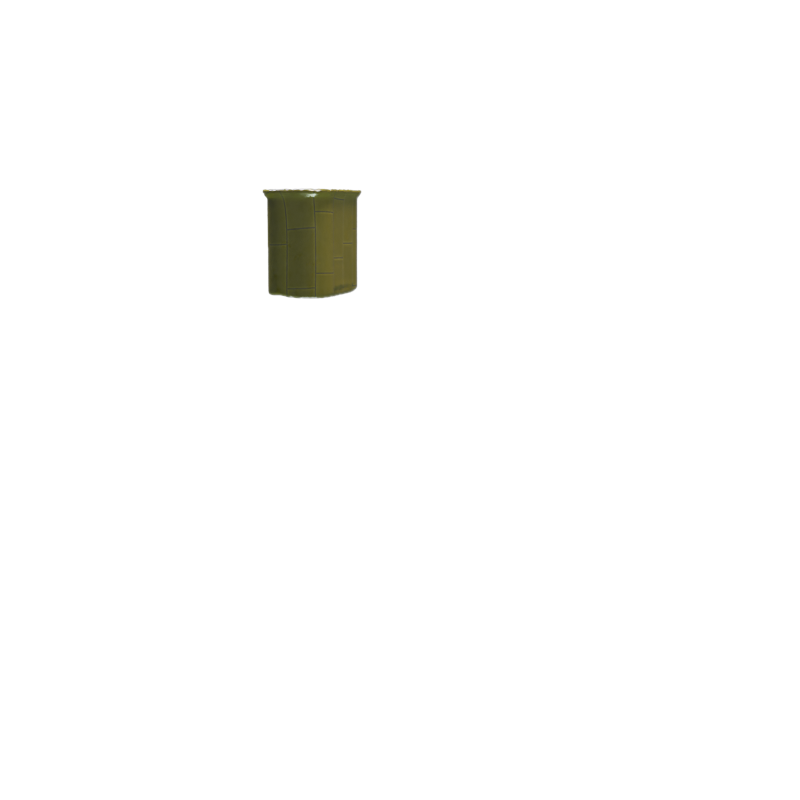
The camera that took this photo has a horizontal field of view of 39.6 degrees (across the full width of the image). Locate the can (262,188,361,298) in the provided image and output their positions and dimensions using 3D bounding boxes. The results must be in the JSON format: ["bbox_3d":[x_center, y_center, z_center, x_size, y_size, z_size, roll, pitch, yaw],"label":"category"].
[{"bbox_3d":[-0.069,-0.127,0.887,0.059,0.083,0.101,2,7,17],"label":"can"}]
